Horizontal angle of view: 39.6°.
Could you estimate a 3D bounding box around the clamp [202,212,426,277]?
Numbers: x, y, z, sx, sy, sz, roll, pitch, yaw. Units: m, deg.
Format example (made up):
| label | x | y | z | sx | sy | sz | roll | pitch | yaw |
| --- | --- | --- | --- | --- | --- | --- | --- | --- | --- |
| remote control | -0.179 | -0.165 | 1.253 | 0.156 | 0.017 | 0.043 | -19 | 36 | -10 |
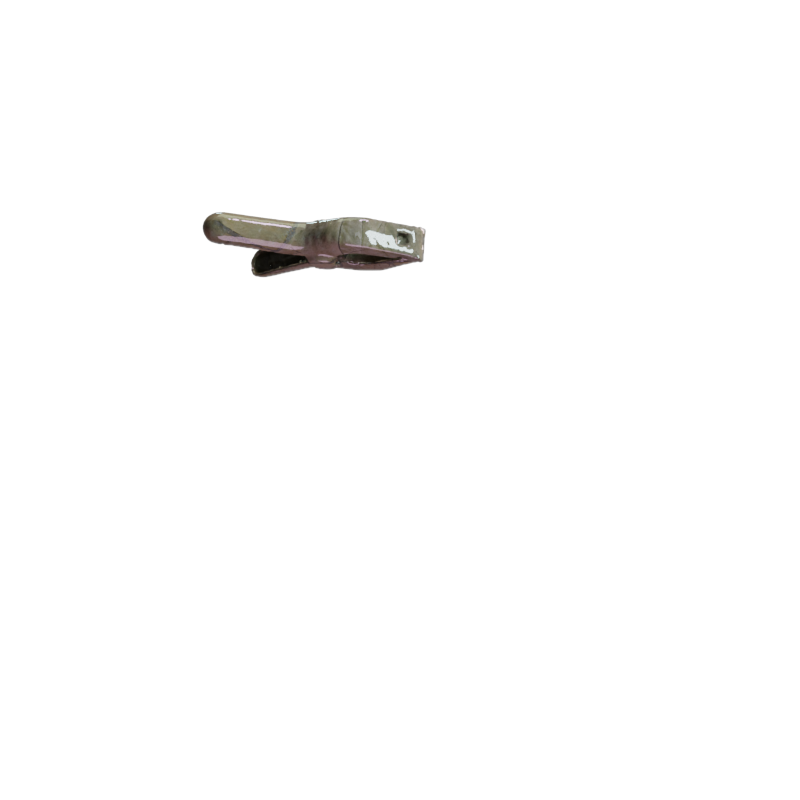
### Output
| label | x | y | z | sx | sy | sz | roll | pitch | yaw |
| --- | --- | --- | --- | --- | --- | --- | --- | --- | --- |
| clamp | -0.069 | -0.126 | 0.885 | 0.176 | 0.040 | 0.114 | -2 | -6 | 25 |
